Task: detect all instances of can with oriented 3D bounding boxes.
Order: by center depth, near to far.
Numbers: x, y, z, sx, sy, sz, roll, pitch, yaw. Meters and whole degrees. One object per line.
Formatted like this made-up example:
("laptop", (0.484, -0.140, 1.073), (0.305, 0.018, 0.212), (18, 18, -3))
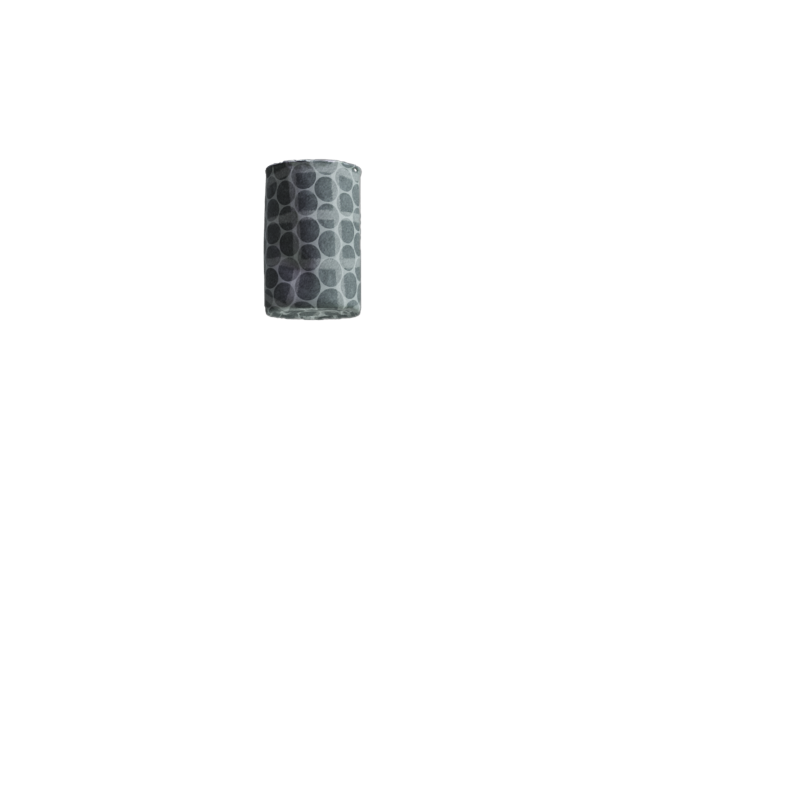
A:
("can", (-0.060, -0.109, 0.766), (0.068, 0.105, 0.067), (0, -8, -2))
